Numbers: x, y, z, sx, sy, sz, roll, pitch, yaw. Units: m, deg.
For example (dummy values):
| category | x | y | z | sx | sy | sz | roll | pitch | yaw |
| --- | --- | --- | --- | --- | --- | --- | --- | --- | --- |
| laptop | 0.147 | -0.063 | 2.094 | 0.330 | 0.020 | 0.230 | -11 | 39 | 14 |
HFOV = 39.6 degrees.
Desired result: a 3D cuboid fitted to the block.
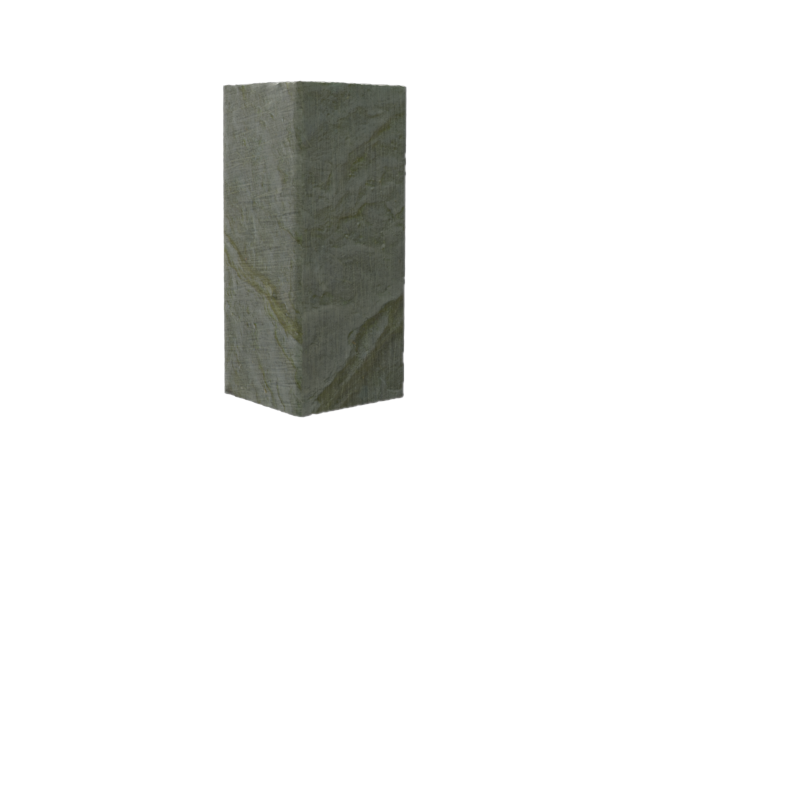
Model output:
| category | x | y | z | sx | sy | sz | roll | pitch | yaw |
| --- | --- | --- | --- | --- | --- | --- | --- | --- | --- |
| block | -0.058 | -0.105 | 0.734 | 0.088 | 0.203 | 0.094 | -6 | 9 | -41 |
